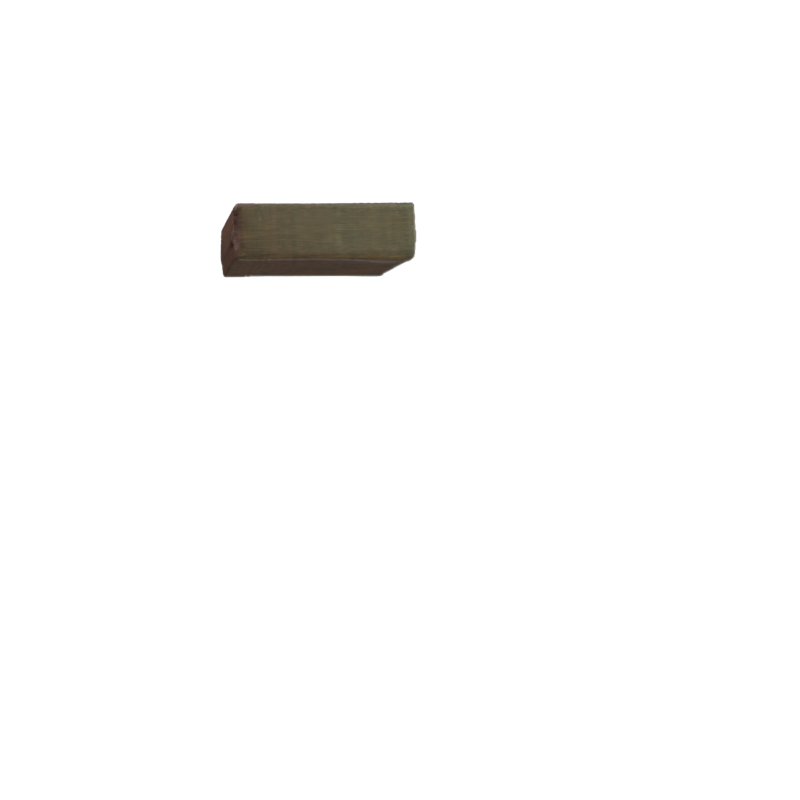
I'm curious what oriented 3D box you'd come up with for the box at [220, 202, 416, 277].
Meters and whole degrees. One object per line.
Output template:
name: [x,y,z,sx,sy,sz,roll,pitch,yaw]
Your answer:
box: [-0.055,-0.100,0.703,0.112,0.039,0.090,0,-1,-12]
